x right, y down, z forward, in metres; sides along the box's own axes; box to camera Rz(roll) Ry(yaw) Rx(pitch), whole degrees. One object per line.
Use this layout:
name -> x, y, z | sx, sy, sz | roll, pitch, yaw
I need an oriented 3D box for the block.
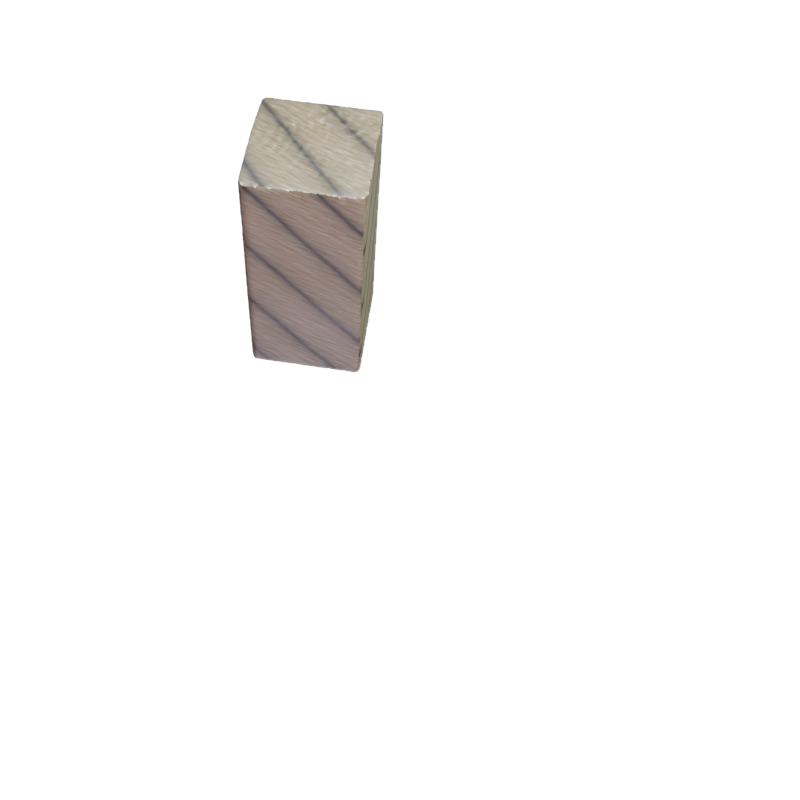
block -> -0.066, -0.120, 0.842 | 0.091, 0.096, 0.193 | 8, -36, 2
